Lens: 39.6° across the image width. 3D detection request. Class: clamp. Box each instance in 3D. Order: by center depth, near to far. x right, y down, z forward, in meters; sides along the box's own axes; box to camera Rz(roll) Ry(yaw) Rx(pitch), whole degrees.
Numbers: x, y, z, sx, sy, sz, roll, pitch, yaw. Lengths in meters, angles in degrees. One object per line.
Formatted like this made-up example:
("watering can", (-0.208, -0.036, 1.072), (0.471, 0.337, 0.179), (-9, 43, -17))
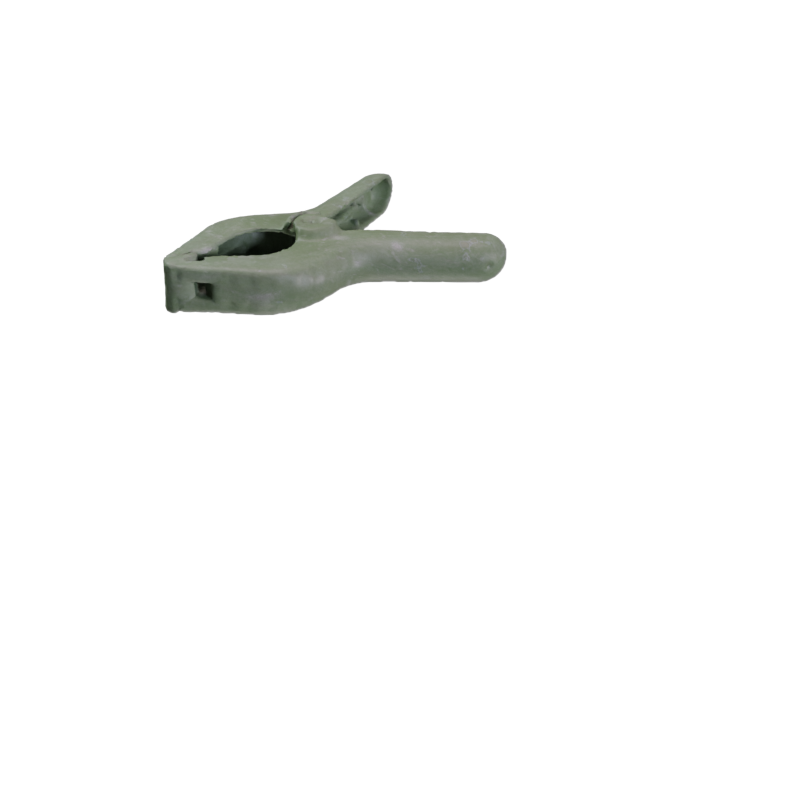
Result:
("clamp", (-0.045, -0.083, 0.580), (0.168, 0.037, 0.128), (-10, 26, -20))
